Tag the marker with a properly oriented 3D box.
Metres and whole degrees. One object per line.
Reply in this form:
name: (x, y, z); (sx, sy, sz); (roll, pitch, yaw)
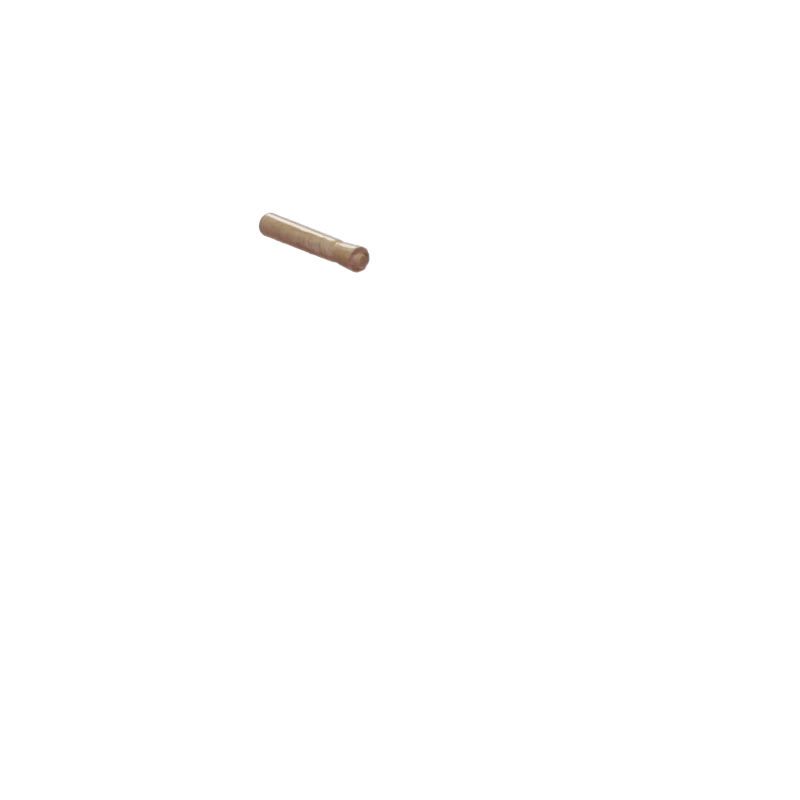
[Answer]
marker: (-0.063, -0.115, 0.807); (0.019, 0.019, 0.129); (-3, 20, -38)
